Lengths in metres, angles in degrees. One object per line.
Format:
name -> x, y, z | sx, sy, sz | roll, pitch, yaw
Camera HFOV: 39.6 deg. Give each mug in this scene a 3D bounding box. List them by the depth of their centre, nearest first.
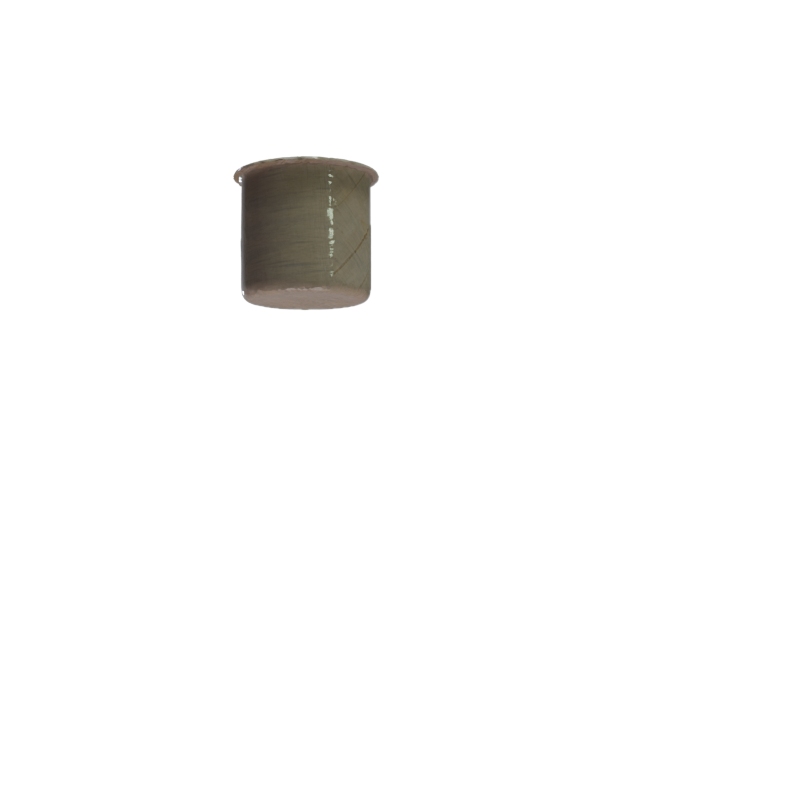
mug -> -0.056, -0.101, 0.710 | 0.095, 0.083, 0.112 | -3, -7, 20
